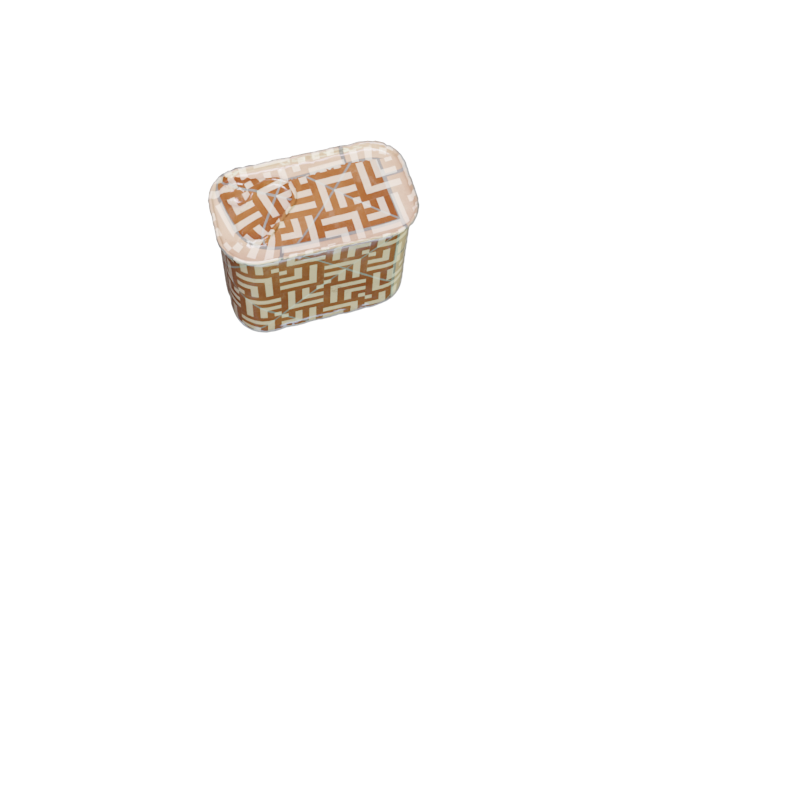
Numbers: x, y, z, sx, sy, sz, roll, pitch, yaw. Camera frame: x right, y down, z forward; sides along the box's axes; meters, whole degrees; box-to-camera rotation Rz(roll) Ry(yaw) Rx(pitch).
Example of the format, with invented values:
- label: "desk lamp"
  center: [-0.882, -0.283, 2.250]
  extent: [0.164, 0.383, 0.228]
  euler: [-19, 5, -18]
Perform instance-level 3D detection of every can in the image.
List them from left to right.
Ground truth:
- label: "can"
  center: [-0.046, -0.083, 0.584]
  extent: [0.101, 0.061, 0.079]
  euler: [-13, -24, -8]
